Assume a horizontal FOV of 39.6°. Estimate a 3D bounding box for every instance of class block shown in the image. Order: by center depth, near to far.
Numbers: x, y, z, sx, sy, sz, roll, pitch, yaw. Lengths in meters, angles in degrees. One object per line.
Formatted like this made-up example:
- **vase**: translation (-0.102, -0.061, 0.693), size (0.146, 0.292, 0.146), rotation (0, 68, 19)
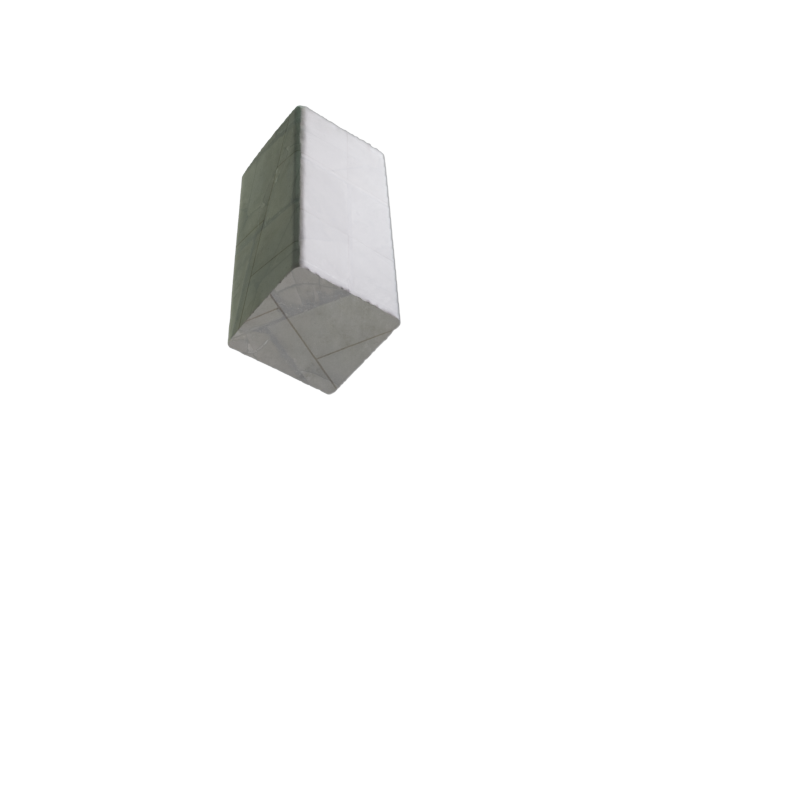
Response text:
- **block**: translation (-0.066, -0.121, 0.842), size (0.086, 0.221, 0.088), rotation (27, -55, -25)
